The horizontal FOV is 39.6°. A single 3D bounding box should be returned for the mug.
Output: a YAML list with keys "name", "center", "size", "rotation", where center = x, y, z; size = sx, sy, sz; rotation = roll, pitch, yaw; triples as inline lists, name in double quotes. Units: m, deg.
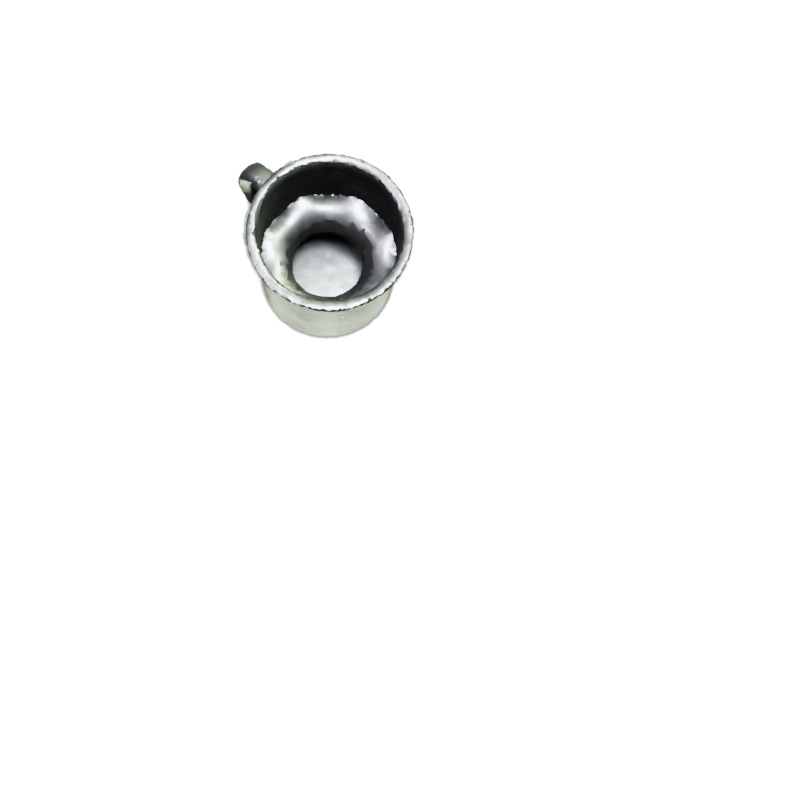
- name: "mug"
  center: [-0.051, -0.093, 0.649]
  size: [0.121, 0.094, 0.078]
  rotation: [40, -14, 11]
